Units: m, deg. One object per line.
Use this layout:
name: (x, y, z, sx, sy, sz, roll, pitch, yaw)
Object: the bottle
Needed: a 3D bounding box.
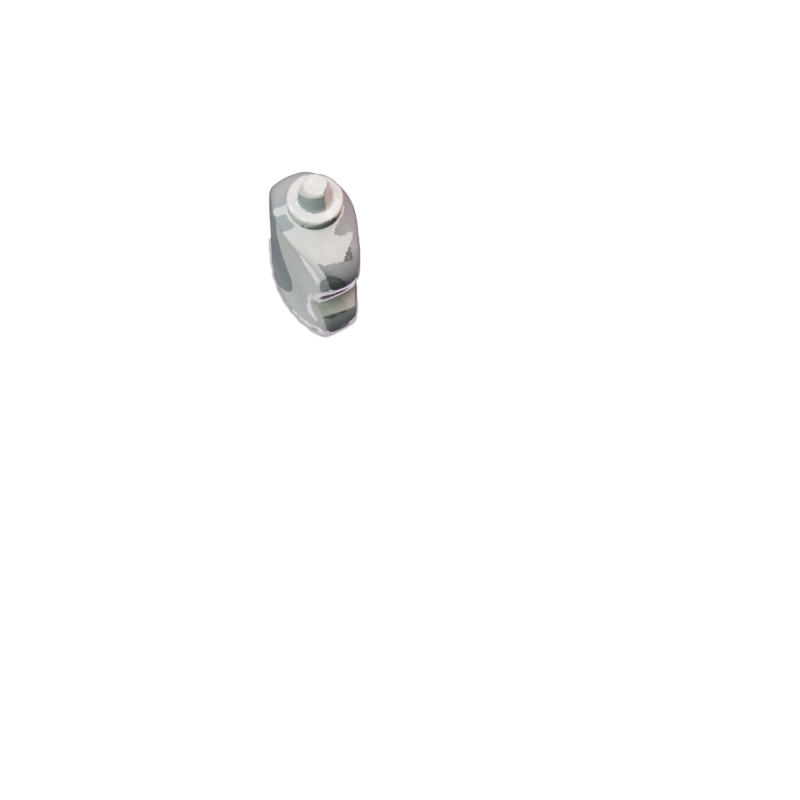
bottle: (-0.067, -0.123, 0.860, 0.058, 0.101, 0.183, -26, -15, -12)
